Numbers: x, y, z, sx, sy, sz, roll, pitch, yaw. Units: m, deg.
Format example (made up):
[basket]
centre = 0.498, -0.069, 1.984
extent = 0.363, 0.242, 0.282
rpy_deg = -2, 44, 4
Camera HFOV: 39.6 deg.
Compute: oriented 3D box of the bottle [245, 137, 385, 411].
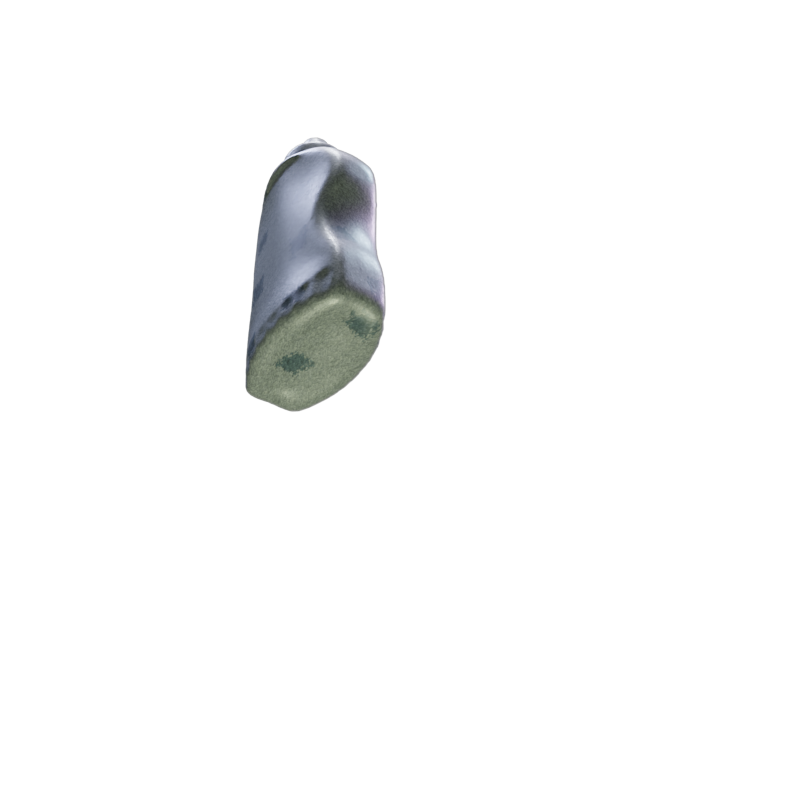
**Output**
[bottle]
centre = -0.051, -0.093, 0.651
extent = 0.056, 0.206, 0.093
rpy_deg = 23, -51, -24
